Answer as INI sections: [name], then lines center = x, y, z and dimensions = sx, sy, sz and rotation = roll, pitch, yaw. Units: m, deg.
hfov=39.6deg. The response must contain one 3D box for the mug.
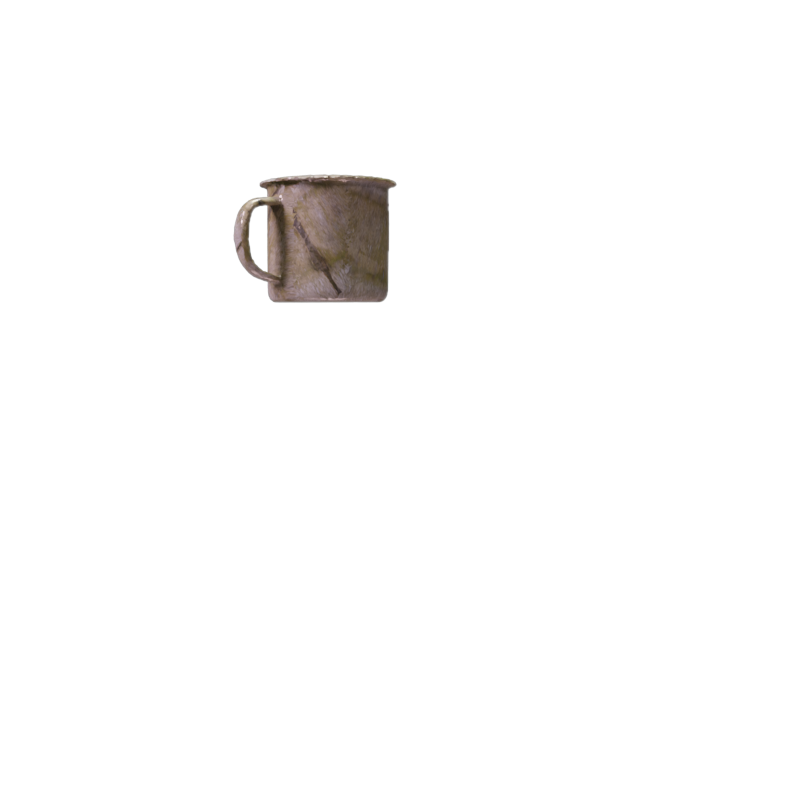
[mug]
center = -0.058, -0.106, 0.743
dimensions = 0.113, 0.082, 0.097
rotation = -1, 2, -37
